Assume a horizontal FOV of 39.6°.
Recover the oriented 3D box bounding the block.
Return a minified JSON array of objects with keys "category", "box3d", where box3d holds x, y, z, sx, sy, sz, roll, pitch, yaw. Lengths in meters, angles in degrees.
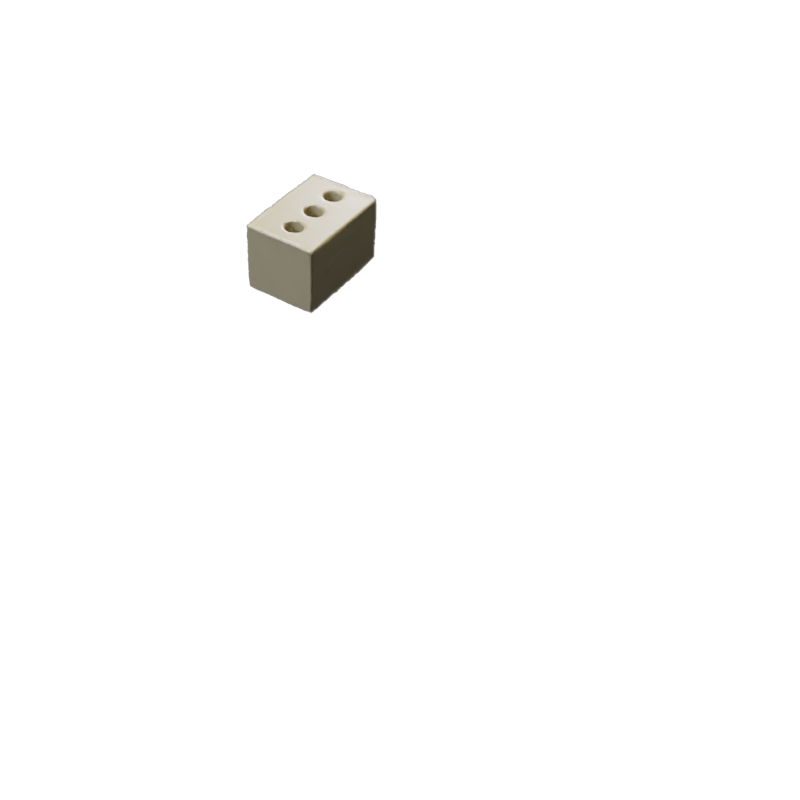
[{"category":"block","box3d":[-0.057,-0.105,0.734,0.055,0.048,0.079,23,45,23]}]
